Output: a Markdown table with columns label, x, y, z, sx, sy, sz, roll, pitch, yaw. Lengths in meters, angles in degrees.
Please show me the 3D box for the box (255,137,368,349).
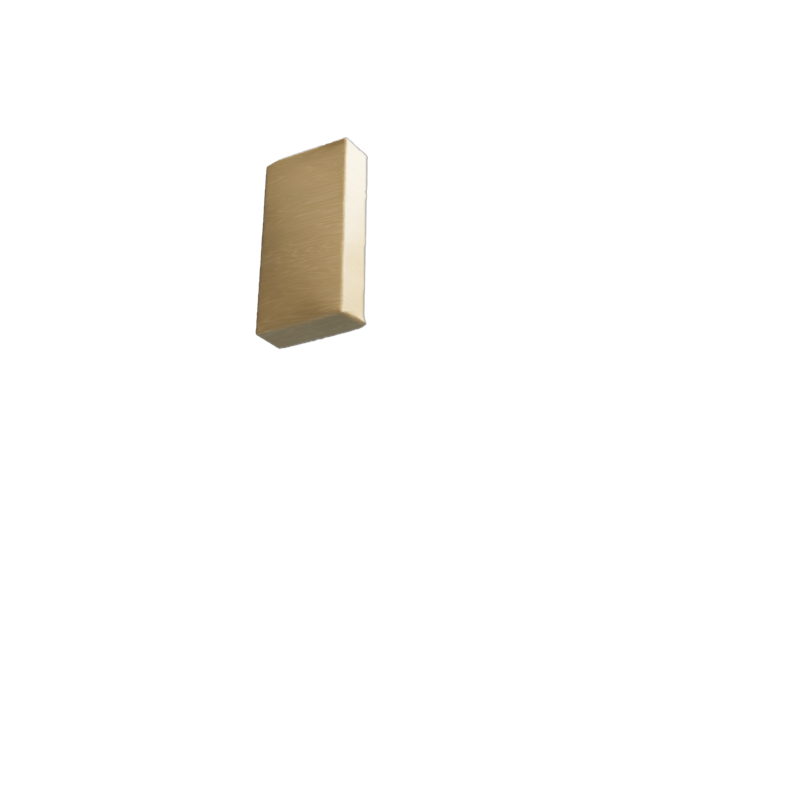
| label | x | y | z | sx | sy | sz | roll | pitch | yaw |
| --- | --- | --- | --- | --- | --- | --- | --- | --- | --- |
| box | -0.078 | -0.141 | 0.987 | 0.095 | 0.186 | 0.045 | -15 | -29 | 27 |
